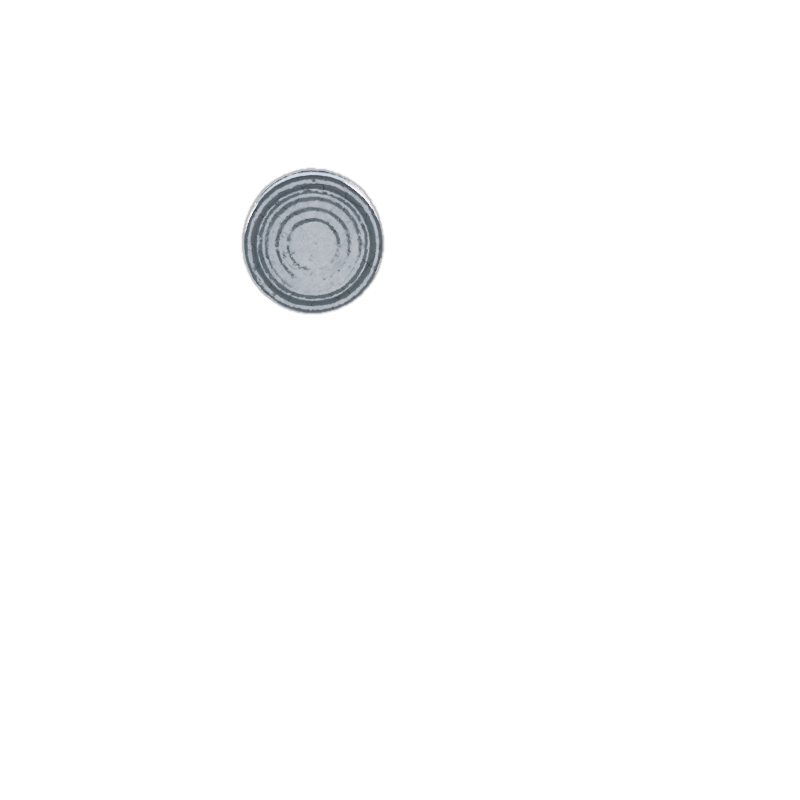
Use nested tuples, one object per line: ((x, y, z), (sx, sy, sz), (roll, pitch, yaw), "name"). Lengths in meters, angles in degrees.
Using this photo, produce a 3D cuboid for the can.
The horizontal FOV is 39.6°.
((-0.053, -0.097, 0.677), (0.086, 0.084, 0.034), (0, 9, -1), "can")
